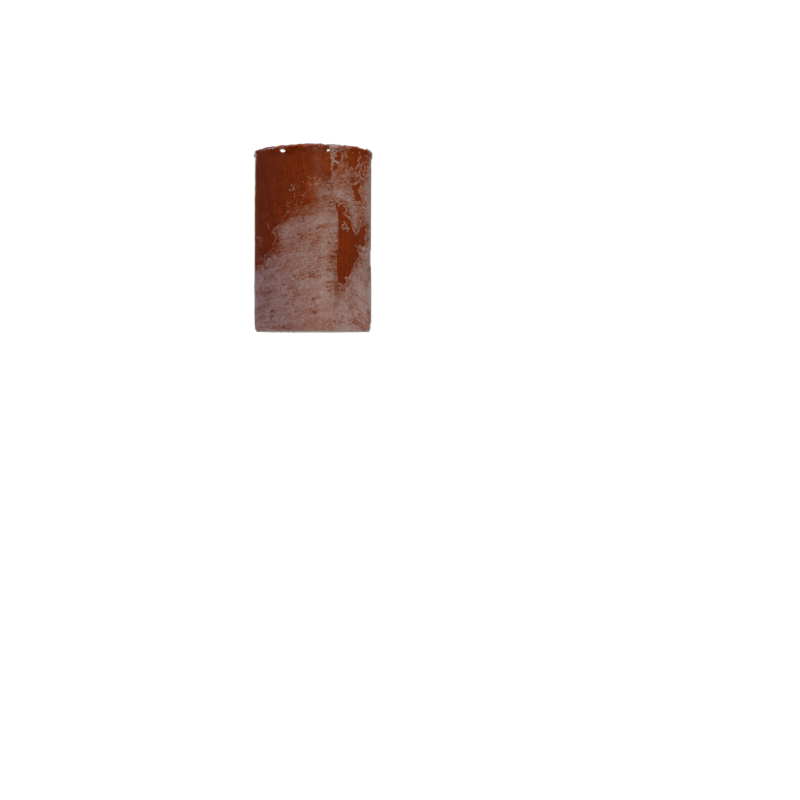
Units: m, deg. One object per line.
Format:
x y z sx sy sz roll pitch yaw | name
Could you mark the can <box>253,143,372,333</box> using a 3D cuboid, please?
-0.049 -0.090 0.628 0.068 0.103 0.068 0 -1 -2 | can
